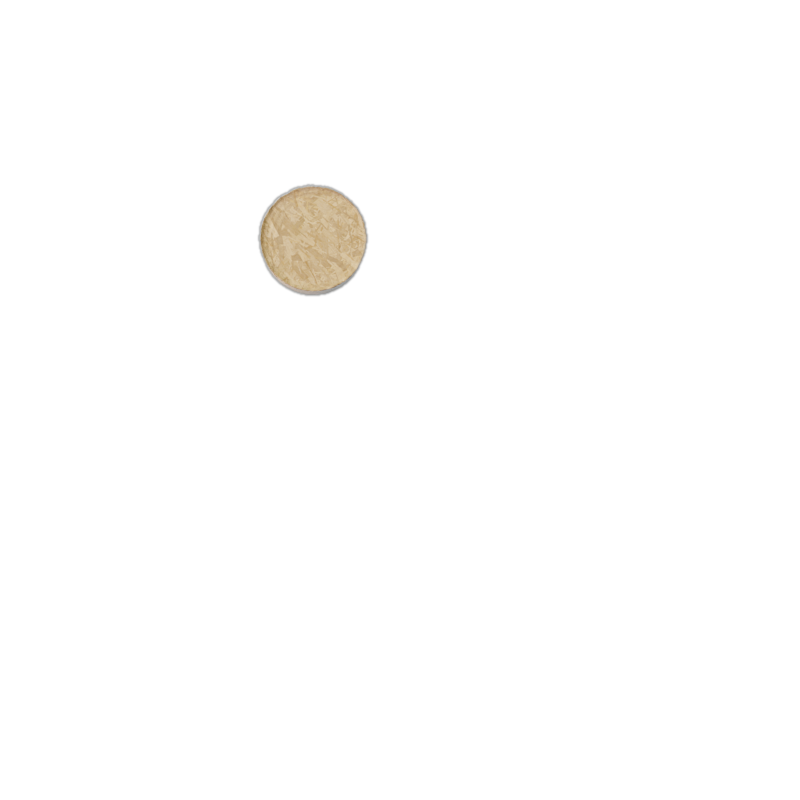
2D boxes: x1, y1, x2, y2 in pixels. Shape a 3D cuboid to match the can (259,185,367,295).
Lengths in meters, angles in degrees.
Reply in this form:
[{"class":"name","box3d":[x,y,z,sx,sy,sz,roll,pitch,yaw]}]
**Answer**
[{"class":"can","box3d":[-0.070,-0.128,0.898,0.086,0.088,0.033,0,-10,-1]}]
